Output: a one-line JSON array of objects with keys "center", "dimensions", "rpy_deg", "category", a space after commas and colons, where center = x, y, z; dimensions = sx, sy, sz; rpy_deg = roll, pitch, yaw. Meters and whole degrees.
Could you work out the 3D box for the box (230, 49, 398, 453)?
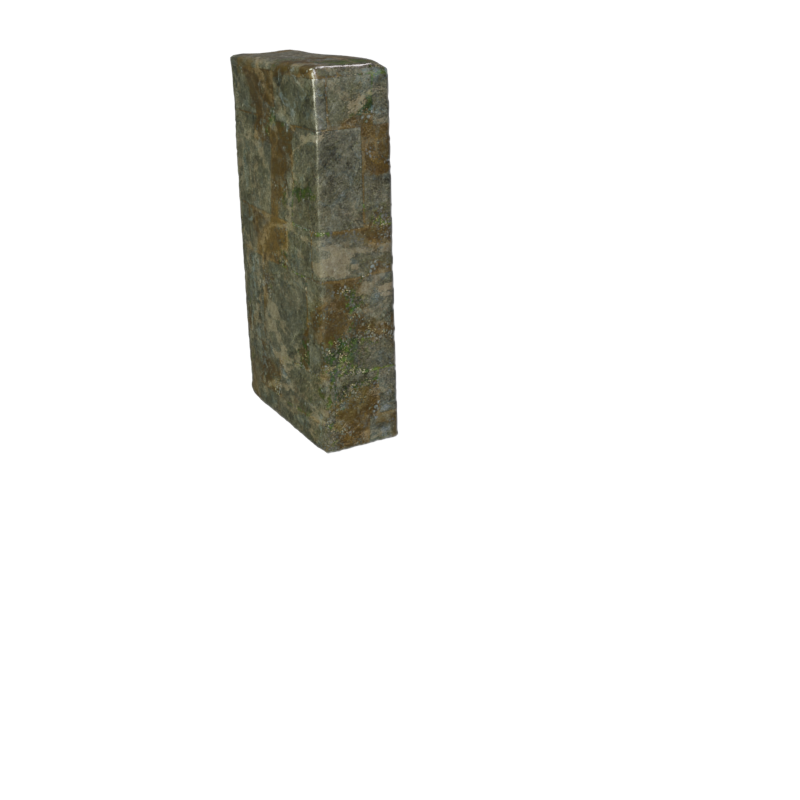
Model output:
[{"center": [-0.041, -0.076, 0.530], "dimensions": [0.047, 0.170, 0.099], "rpy_deg": [-7, 18, -28], "category": "box"}]
